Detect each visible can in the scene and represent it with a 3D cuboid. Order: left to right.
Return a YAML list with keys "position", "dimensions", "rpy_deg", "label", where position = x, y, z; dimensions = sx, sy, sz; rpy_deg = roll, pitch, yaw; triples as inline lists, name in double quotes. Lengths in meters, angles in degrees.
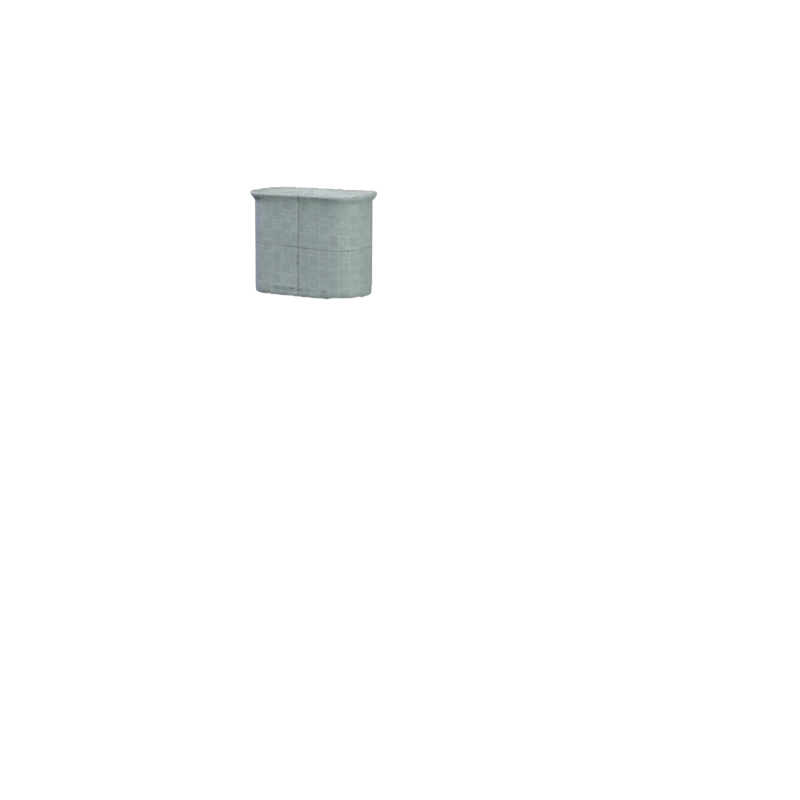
- position: [-0.071, -0.130, 0.909]
  dimensions: [0.106, 0.082, 0.057]
  rpy_deg: [7, 13, 26]
  label: "can"
